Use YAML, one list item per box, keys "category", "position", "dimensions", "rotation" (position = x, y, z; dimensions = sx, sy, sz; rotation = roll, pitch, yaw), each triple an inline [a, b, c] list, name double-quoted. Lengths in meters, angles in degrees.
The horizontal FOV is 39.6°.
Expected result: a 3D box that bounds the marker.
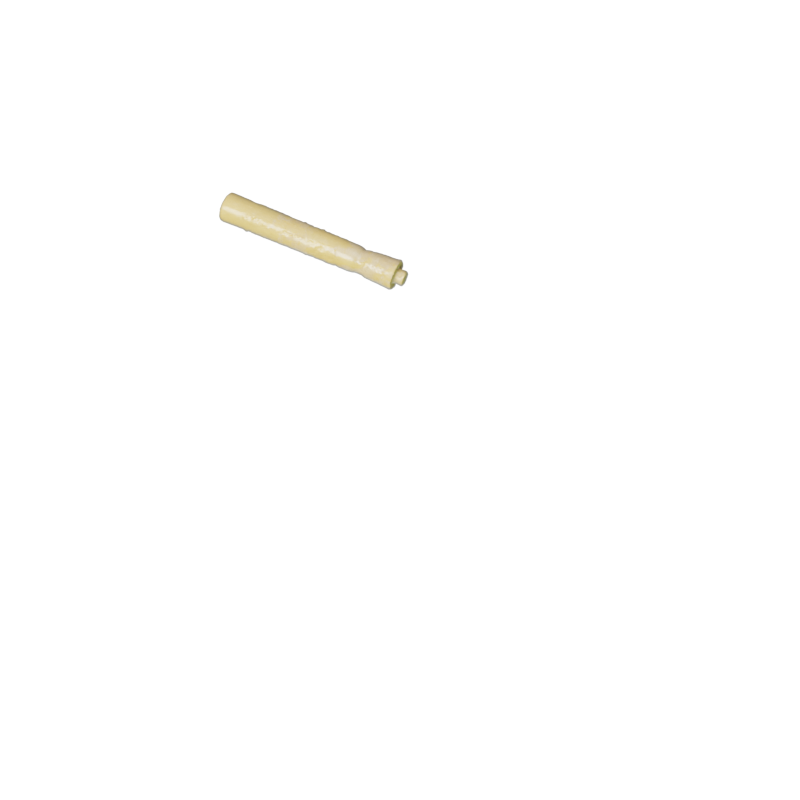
- category: "marker"
  position: [-0.052, -0.095, 0.664]
  dimensions: [0.125, 0.019, 0.019]
  rotation: [24, 10, 16]
